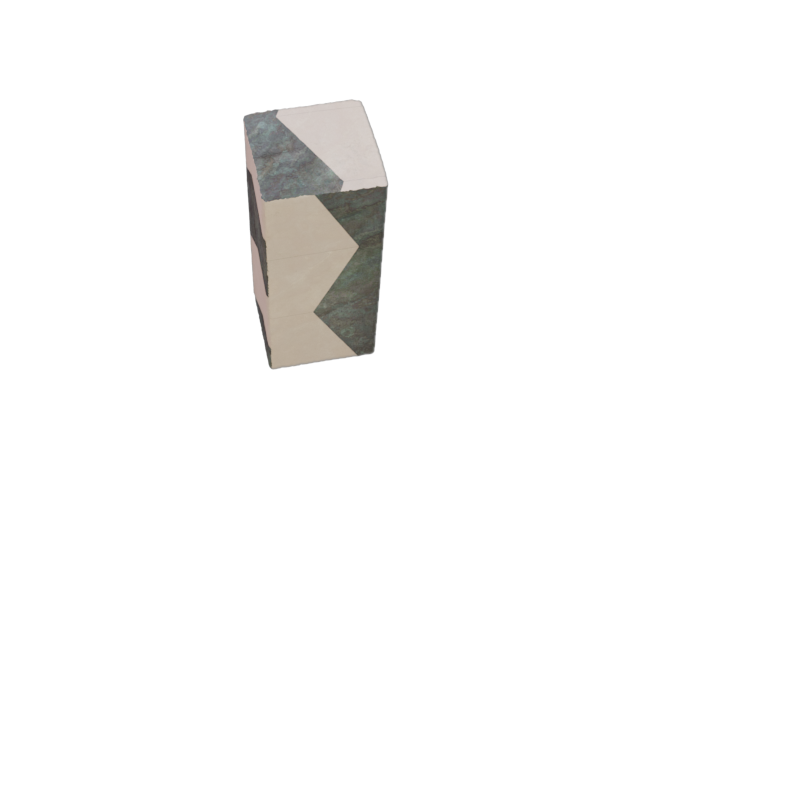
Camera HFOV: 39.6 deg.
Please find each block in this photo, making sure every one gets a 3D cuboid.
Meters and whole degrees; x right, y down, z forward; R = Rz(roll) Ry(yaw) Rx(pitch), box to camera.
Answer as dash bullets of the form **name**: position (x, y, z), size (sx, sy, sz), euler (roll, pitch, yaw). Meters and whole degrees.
- **block**: position (-0.067, -0.123, 0.858), size (0.090, 0.097, 0.193), euler (-9, -34, -10)
